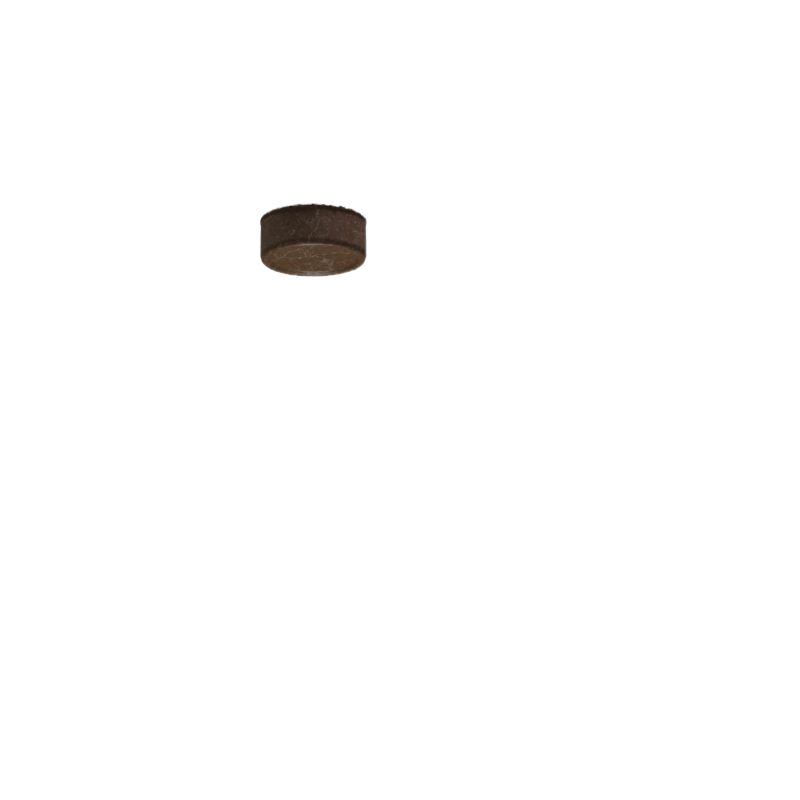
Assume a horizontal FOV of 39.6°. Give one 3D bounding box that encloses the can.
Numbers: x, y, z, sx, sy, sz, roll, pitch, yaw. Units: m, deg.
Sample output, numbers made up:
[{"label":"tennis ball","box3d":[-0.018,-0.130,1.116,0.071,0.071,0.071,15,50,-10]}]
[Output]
[{"label":"can","box3d":[-0.069,-0.126,0.883,0.086,0.035,0.083,0,-13,-2]}]
